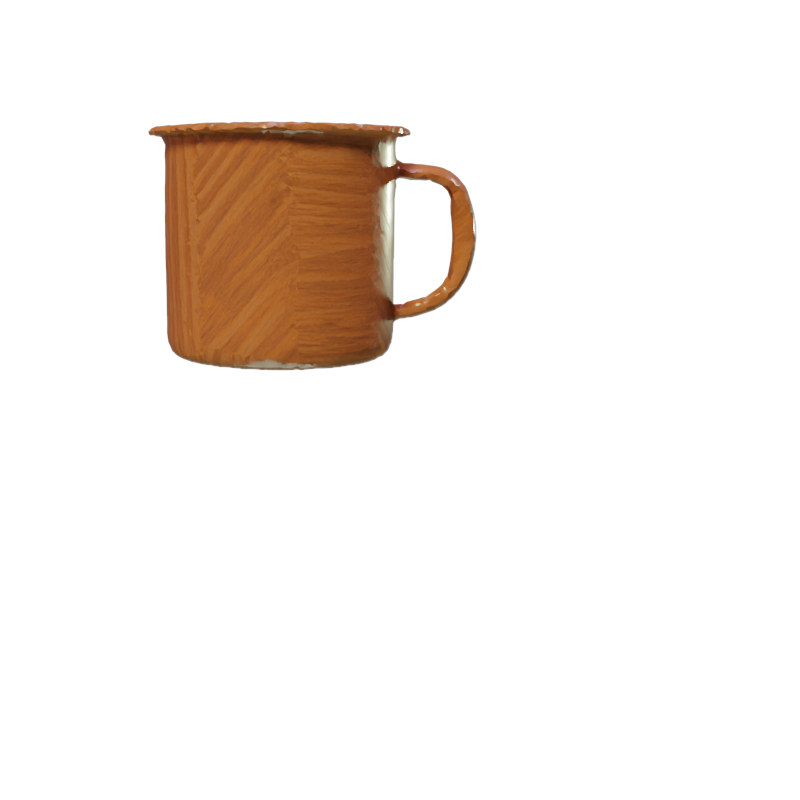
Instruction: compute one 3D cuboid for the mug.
[{"bbox_3d":[-0.031,-0.057,0.399,0.116,0.081,0.095,-1,8,-5],"label":"mug"}]
